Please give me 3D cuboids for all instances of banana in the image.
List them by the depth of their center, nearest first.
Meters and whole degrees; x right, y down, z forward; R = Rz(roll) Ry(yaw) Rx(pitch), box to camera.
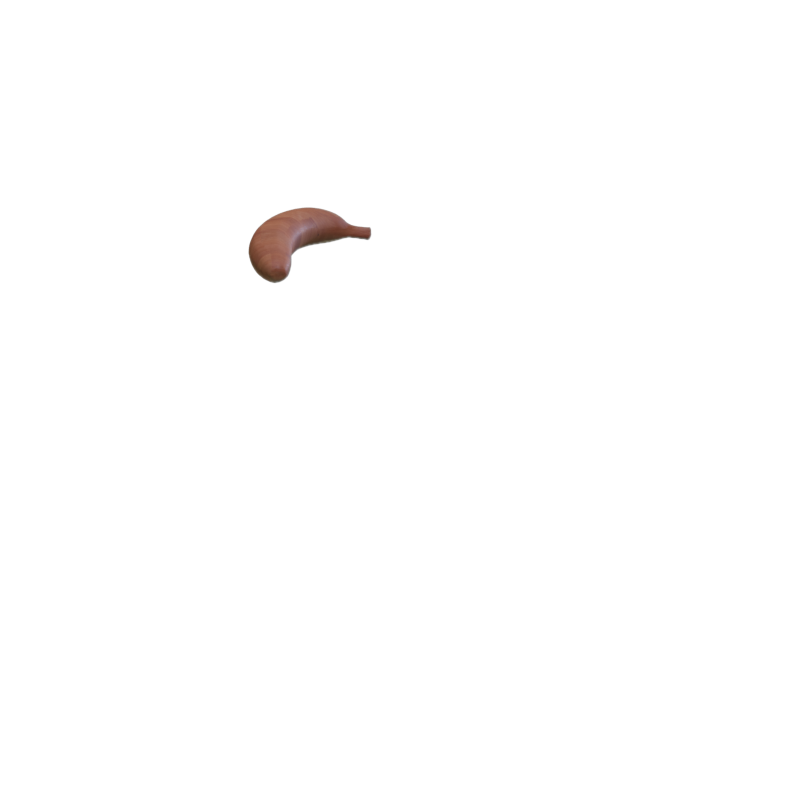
[{"bbox_3d":[-0.091,-0.141,0.967,0.072,0.035,0.199,7,22,20],"label":"banana"}]
